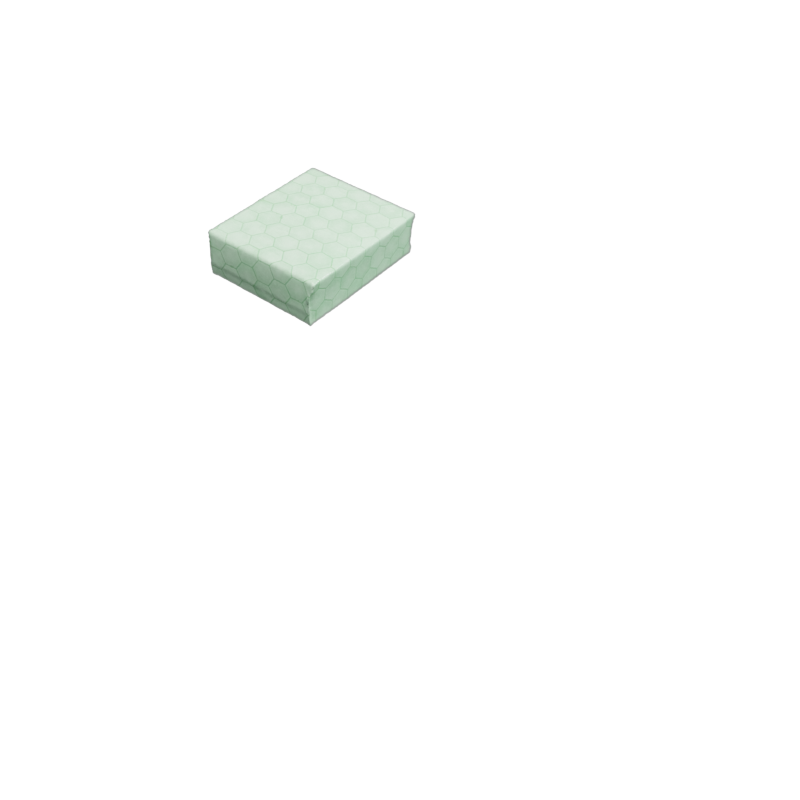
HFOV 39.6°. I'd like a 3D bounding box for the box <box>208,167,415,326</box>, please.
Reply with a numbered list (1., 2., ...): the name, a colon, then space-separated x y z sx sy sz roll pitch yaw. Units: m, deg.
1. box: -0.058 -0.106 0.742 0.095 0.036 0.115 26 47 27
